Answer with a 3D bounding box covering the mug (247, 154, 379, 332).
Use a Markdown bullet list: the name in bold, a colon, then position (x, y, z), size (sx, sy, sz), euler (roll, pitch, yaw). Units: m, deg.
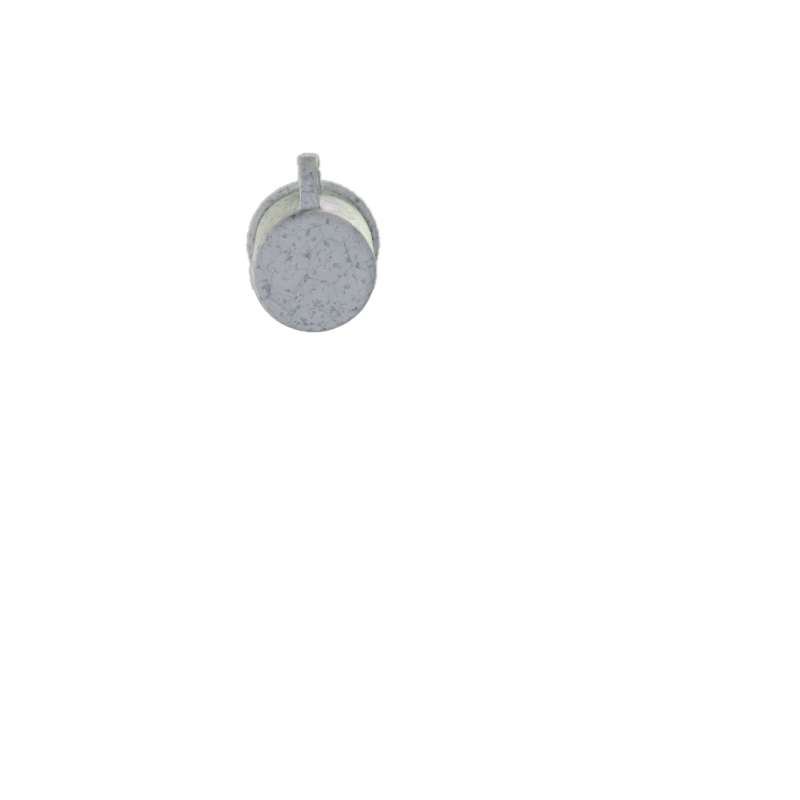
- **mug**: position (-0.058, -0.106, 0.745), size (0.093, 0.113, 0.085), euler (0, 17, -2)
